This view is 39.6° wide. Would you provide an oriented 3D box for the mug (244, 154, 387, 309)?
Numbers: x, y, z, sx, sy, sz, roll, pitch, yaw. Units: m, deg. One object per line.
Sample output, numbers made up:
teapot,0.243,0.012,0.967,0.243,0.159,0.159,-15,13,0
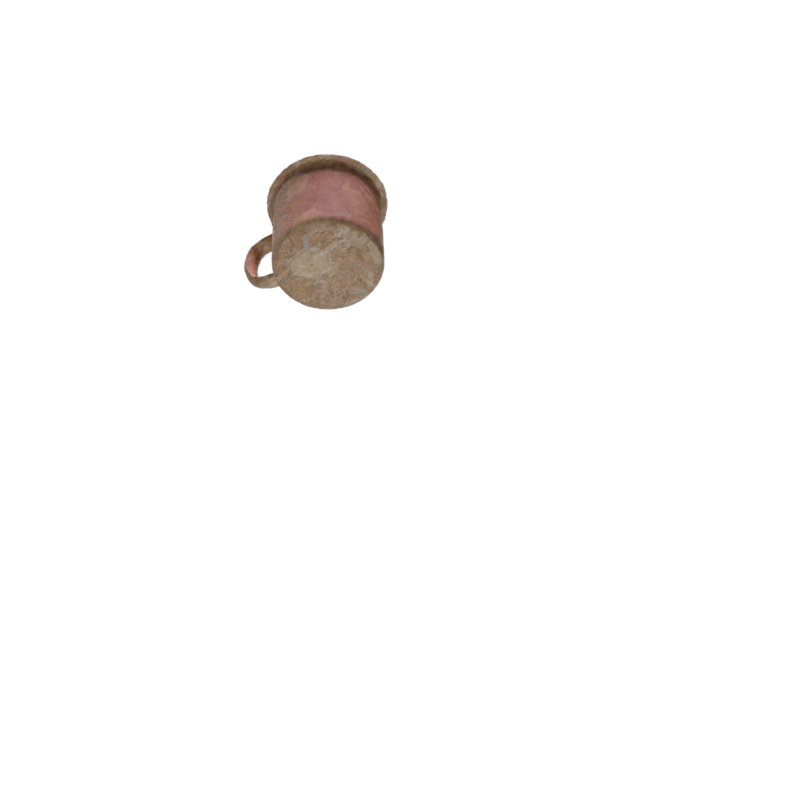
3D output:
mug,-0.064,-0.118,0.823,0.118,0.086,0.087,-21,38,15
